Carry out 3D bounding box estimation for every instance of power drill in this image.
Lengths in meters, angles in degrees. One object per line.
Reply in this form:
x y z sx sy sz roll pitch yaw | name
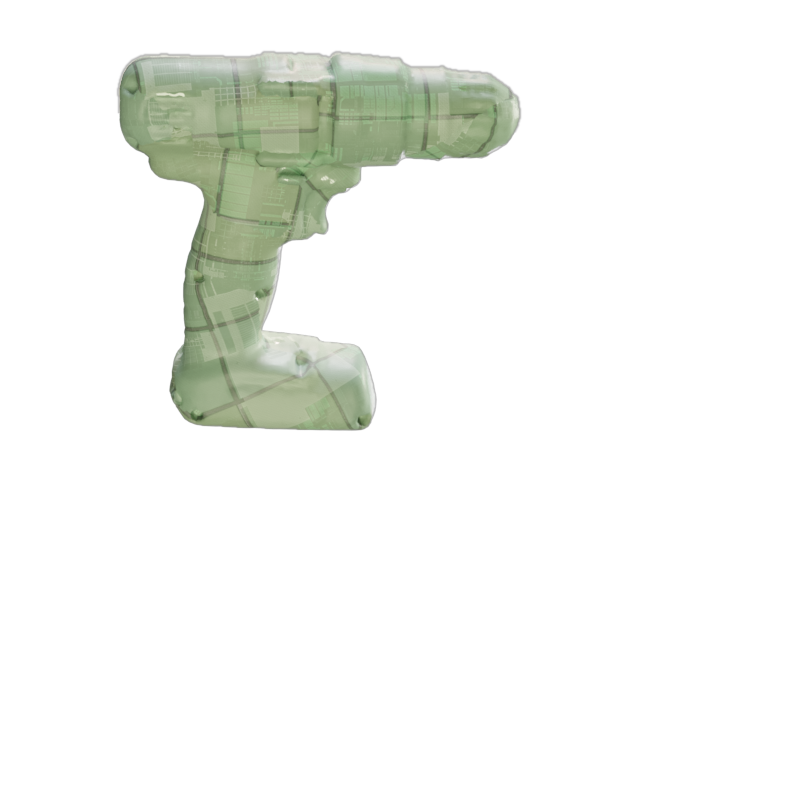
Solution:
-0.042 -0.077 0.540 0.184 0.178 0.060 3 25 -2 | power drill
